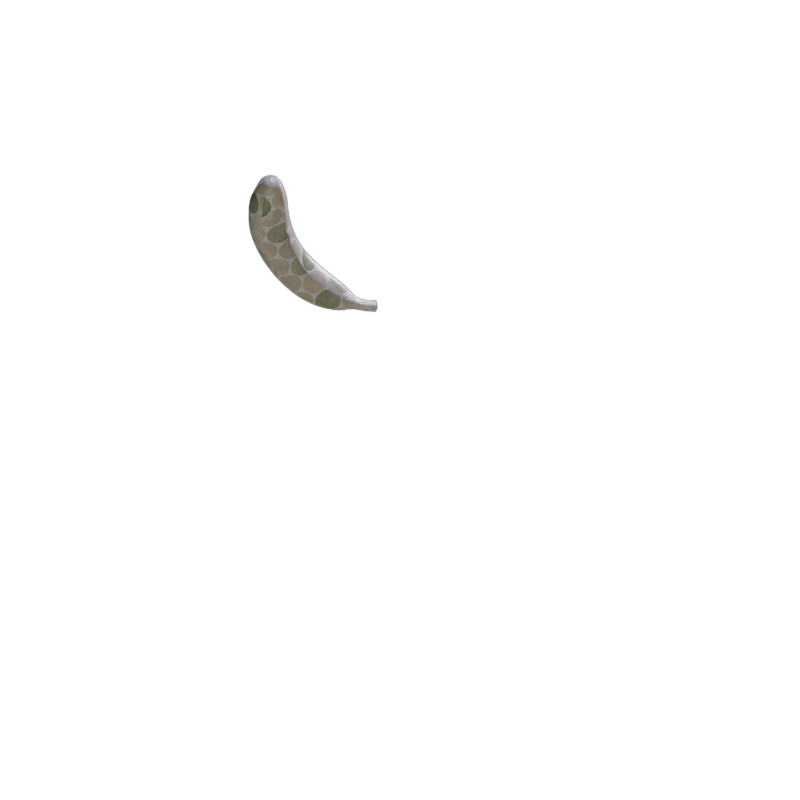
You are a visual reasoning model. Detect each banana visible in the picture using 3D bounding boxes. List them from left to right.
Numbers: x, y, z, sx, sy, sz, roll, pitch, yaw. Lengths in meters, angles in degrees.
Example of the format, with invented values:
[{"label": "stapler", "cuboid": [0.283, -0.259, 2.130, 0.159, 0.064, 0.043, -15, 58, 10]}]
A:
[{"label": "banana", "cuboid": [-0.092, -0.134, 0.998, 0.070, 0.039, 0.183, -18, -39, 22]}]
